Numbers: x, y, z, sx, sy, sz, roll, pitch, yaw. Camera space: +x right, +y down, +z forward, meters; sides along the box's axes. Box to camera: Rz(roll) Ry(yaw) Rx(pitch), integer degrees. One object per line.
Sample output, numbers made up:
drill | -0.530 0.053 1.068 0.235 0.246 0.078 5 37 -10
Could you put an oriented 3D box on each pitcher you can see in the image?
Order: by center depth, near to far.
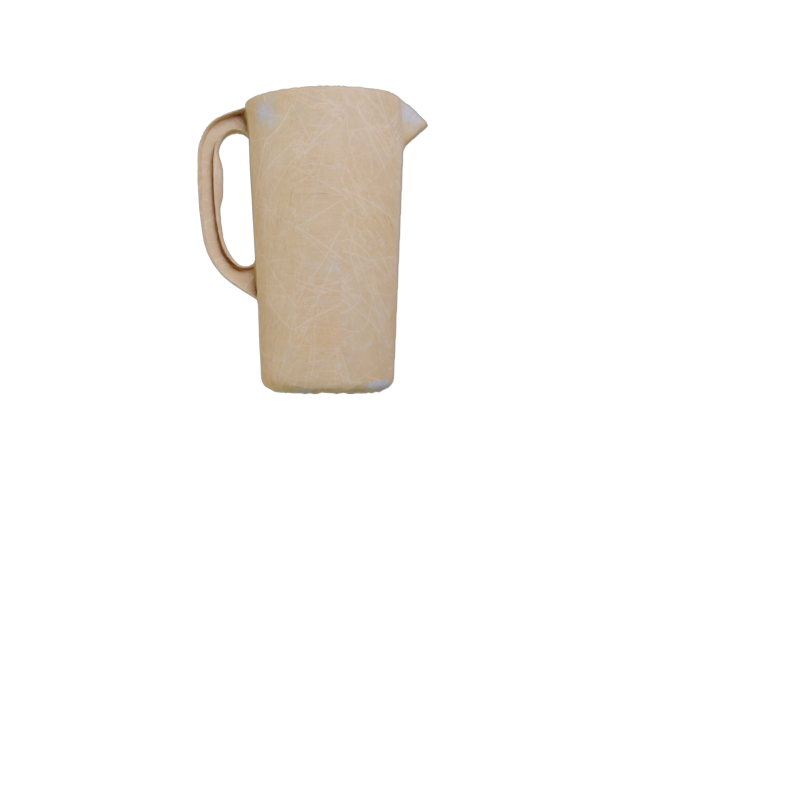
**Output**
pitcher | -0.071 -0.129 0.906 0.154 0.246 0.139 -3 -4 44
